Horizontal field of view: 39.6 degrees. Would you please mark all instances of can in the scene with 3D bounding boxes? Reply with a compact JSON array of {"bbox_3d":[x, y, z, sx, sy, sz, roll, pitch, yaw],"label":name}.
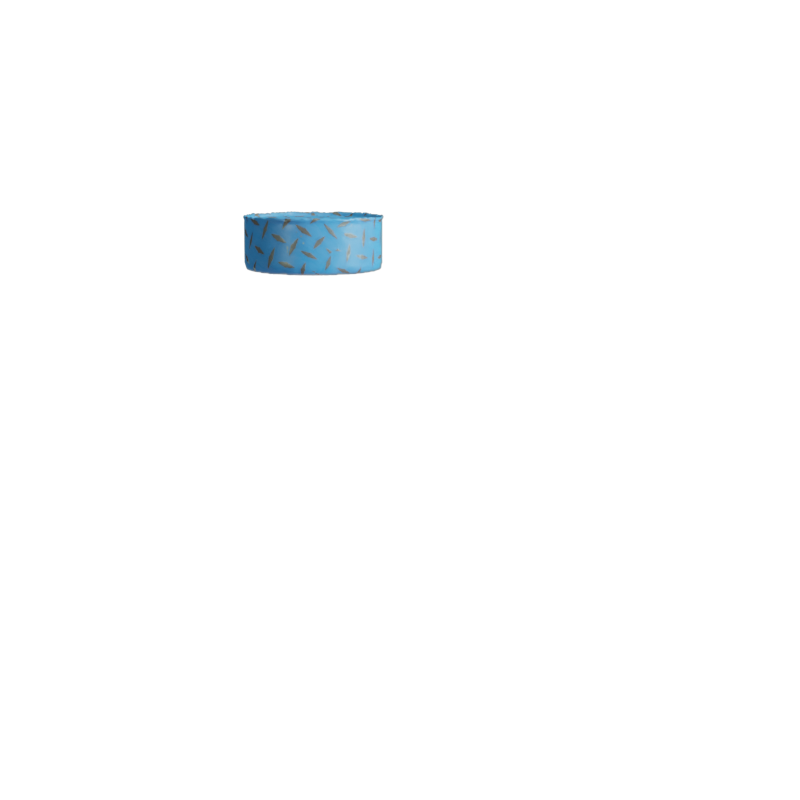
[{"bbox_3d":[-0.053,-0.097,0.679,0.086,0.033,0.088,0,11,-2],"label":"can"}]
